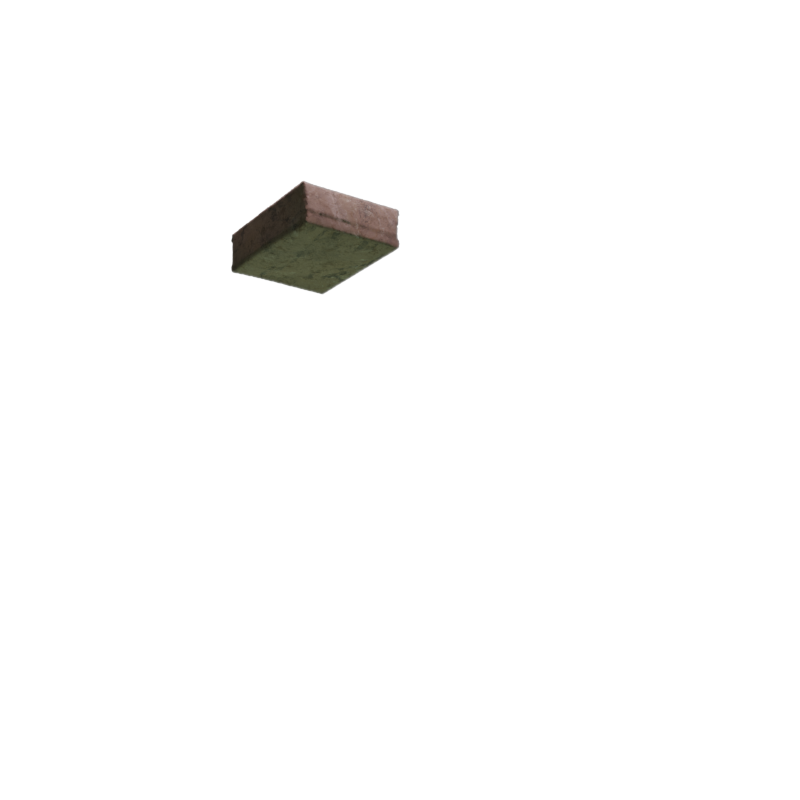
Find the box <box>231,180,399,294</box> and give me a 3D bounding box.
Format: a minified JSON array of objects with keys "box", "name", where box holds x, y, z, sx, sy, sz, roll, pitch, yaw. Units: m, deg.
[{"box":[-0.069,-0.125,0.874,0.085,0.041,0.114,12,-21,-34],"name":"box"}]
